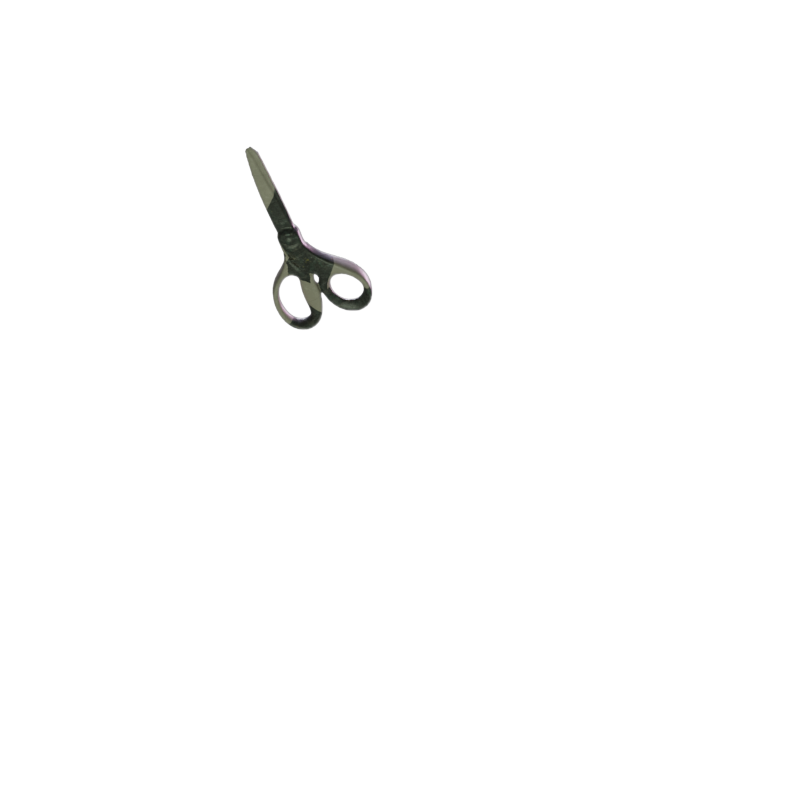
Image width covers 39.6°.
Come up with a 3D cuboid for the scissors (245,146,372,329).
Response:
[{"bbox_3d":[-0.073,-0.132,0.927,0.096,0.017,0.187,0,-44,0],"label":"scissors"}]
